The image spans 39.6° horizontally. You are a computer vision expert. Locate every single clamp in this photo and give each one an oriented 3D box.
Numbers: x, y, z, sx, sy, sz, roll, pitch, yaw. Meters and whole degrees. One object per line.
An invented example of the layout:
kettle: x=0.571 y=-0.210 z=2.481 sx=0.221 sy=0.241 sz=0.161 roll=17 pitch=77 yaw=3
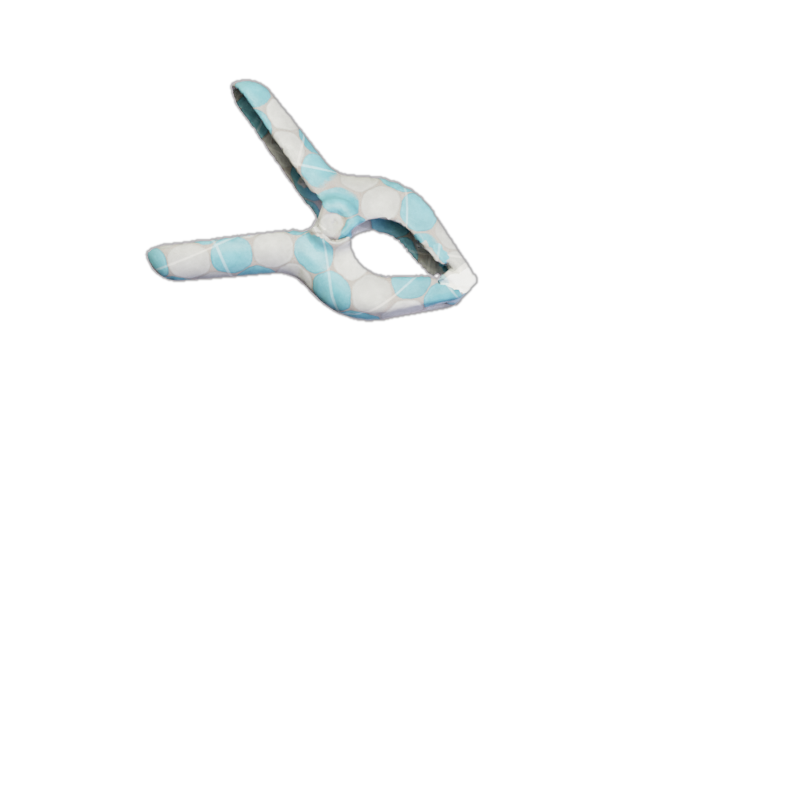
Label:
clamp: x=-0.047 y=-0.085 z=0.596 sx=0.174 sy=0.122 sz=0.038 roll=32 pitch=-10 yaw=6
